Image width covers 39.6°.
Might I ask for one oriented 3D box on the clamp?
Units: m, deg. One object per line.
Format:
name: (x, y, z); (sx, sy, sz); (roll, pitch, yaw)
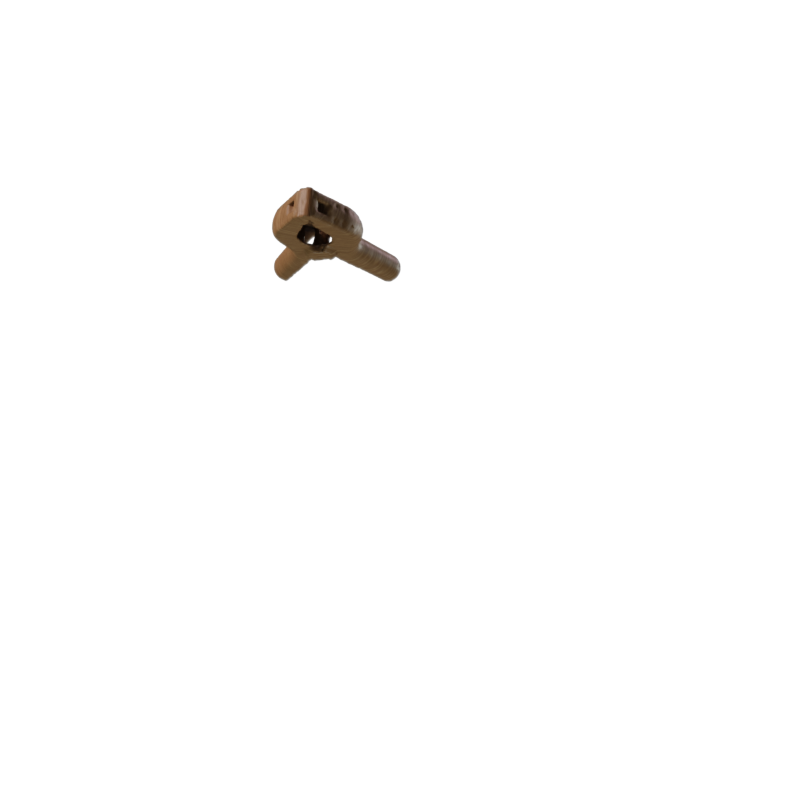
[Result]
clamp: (-0.078, -0.142, 0.996); (0.122, 0.041, 0.160); (-6, -21, 17)
